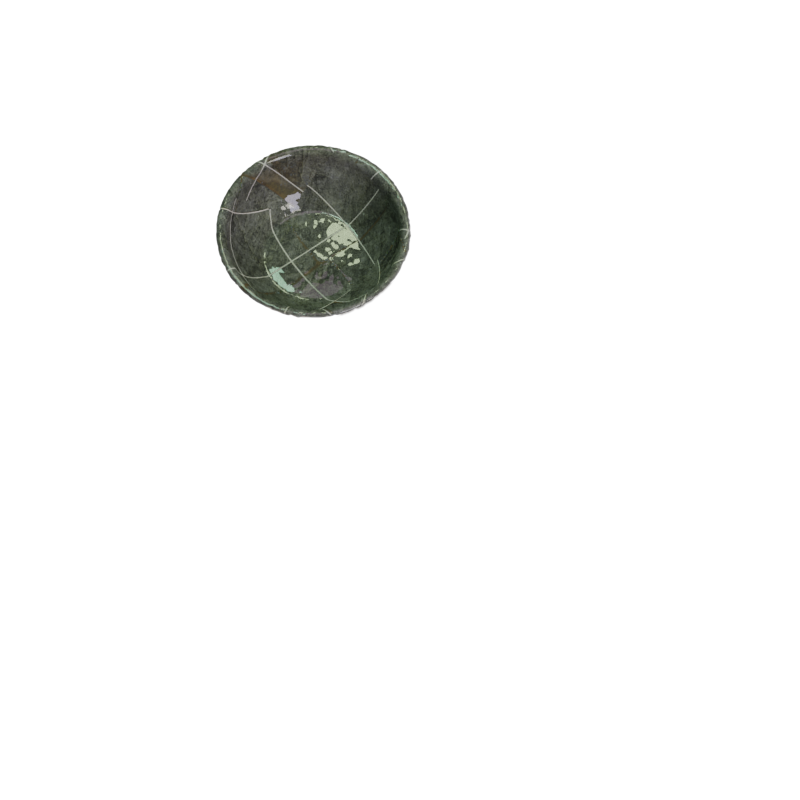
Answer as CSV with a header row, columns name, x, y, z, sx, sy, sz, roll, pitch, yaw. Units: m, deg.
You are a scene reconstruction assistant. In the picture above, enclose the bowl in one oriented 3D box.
name,x,y,z,sx,sy,sz,roll,pitch,yaw
bowl,-0.074,-0.134,0.941,0.162,0.171,0.052,-1,-25,-1
